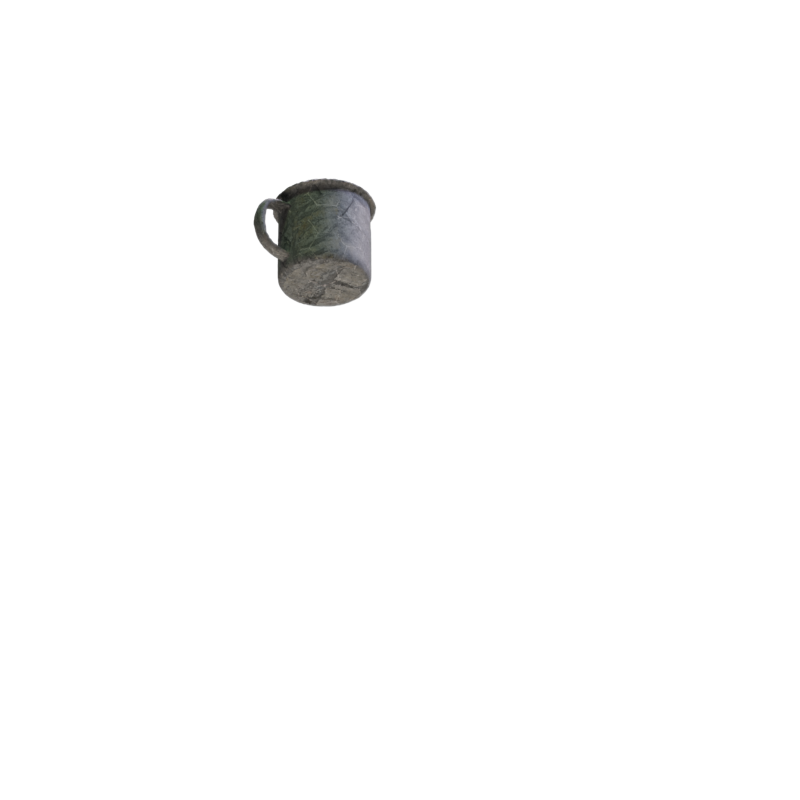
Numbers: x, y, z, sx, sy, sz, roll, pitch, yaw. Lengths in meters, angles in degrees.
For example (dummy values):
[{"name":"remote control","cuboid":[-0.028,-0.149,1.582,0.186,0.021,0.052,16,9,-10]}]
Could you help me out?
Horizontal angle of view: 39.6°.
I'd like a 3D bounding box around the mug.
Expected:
[{"name":"mug","cuboid":[-0.076,-0.139,0.971,0.111,0.087,0.092,20,-36,-33]}]
